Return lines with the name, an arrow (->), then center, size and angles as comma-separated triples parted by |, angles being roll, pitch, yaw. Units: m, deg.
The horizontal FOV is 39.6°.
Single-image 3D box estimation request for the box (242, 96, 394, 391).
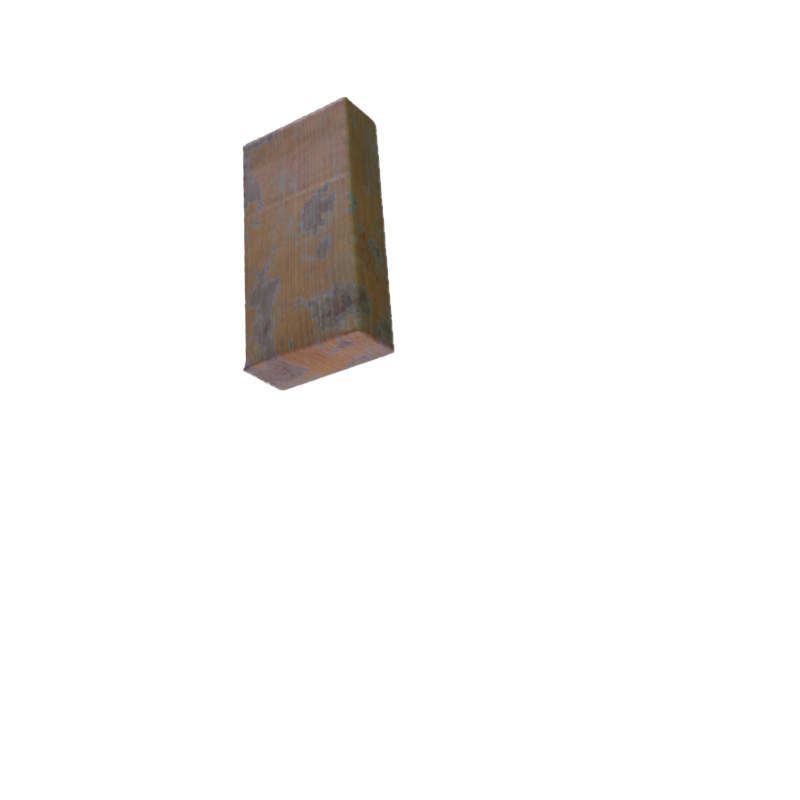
box -> -0.057, -0.104, 0.727 | 0.094, 0.188, 0.045 | -20, -34, 29
